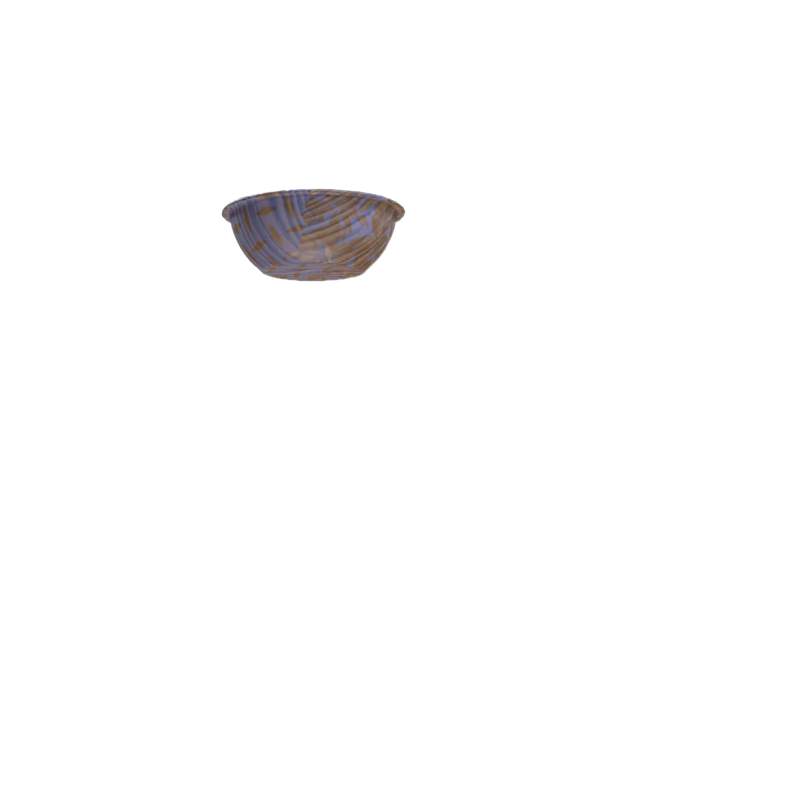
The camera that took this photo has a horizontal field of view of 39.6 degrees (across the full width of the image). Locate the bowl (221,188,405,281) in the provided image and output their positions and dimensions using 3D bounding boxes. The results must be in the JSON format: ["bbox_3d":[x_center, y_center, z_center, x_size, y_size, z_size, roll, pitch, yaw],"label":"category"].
[{"bbox_3d":[-0.076,-0.139,0.973,0.162,0.056,0.159,0,-5,-2],"label":"bowl"}]
